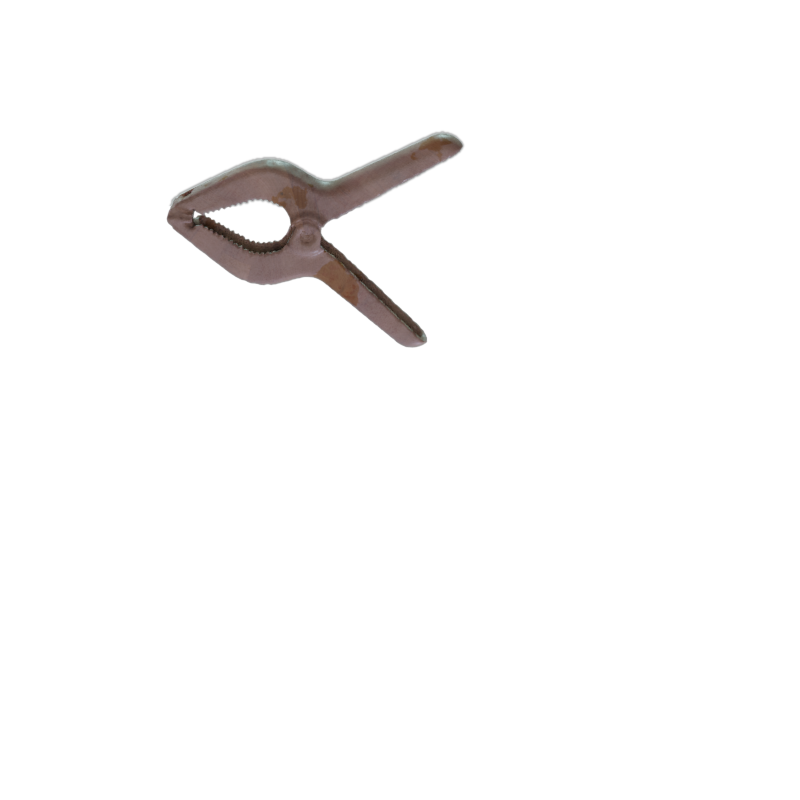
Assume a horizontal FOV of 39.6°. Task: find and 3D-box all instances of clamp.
[{"bbox_3d":[-0.063,-0.116,0.809,0.210,0.157,0.038,1,20,-1],"label":"clamp"}]
